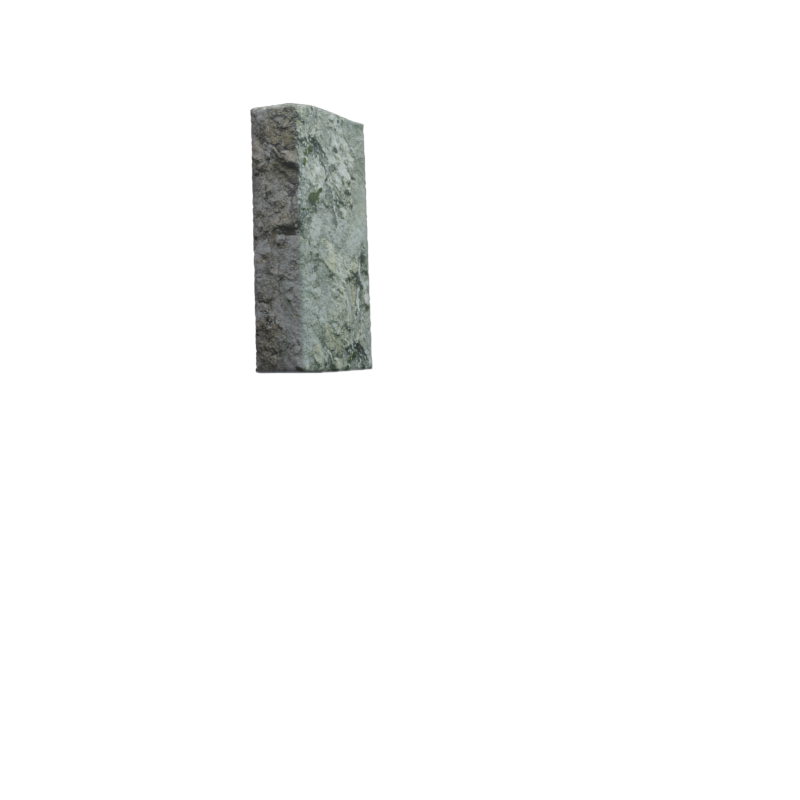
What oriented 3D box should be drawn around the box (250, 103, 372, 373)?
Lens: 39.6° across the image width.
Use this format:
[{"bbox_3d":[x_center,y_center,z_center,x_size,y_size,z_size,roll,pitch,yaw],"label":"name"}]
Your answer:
[{"bbox_3d":[-0.059,-0.108,0.755,0.049,0.178,0.090,-2,-3,28],"label":"box"}]
